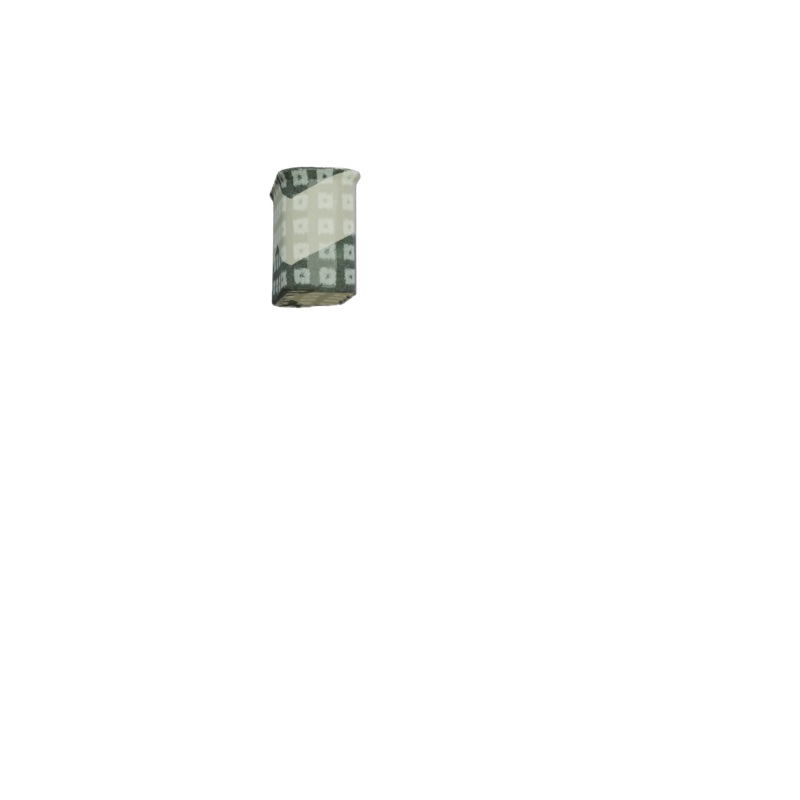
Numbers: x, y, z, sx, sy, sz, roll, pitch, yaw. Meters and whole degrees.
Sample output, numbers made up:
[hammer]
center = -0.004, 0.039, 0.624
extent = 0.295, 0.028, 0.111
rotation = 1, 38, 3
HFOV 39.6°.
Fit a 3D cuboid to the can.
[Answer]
[can]
center = -0.061, -0.111, 0.780
extent = 0.057, 0.085, 0.101
rotation = 1, -5, -11
